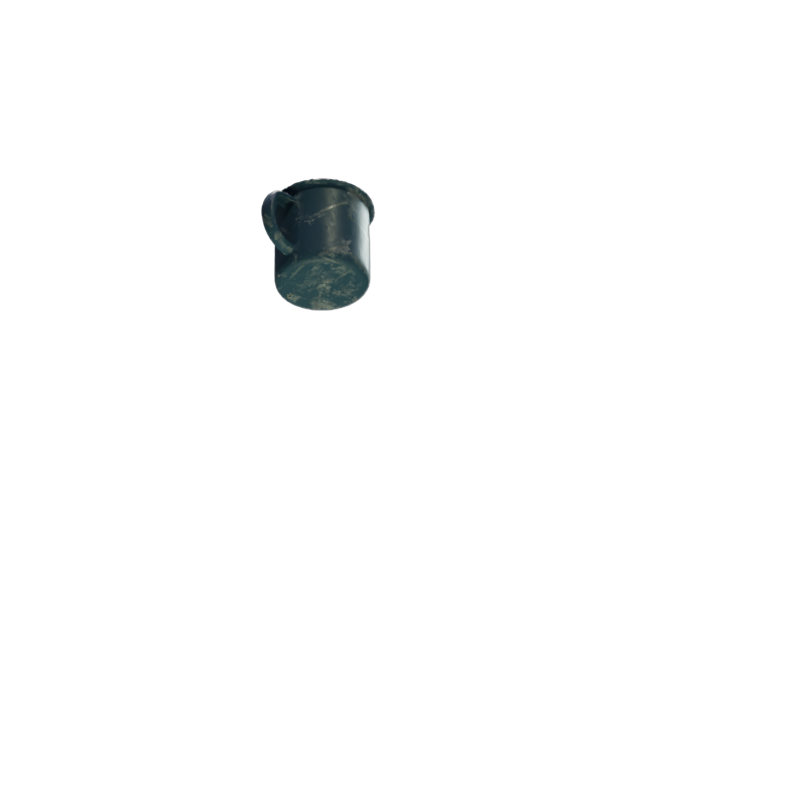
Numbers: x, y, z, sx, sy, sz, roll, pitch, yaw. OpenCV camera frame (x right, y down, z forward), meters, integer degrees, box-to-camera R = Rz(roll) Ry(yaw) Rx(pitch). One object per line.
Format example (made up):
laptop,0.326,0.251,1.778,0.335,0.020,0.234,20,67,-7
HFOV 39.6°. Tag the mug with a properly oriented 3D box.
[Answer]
mug,-0.074,-0.135,0.947,0.094,0.087,0.109,-24,-39,30
